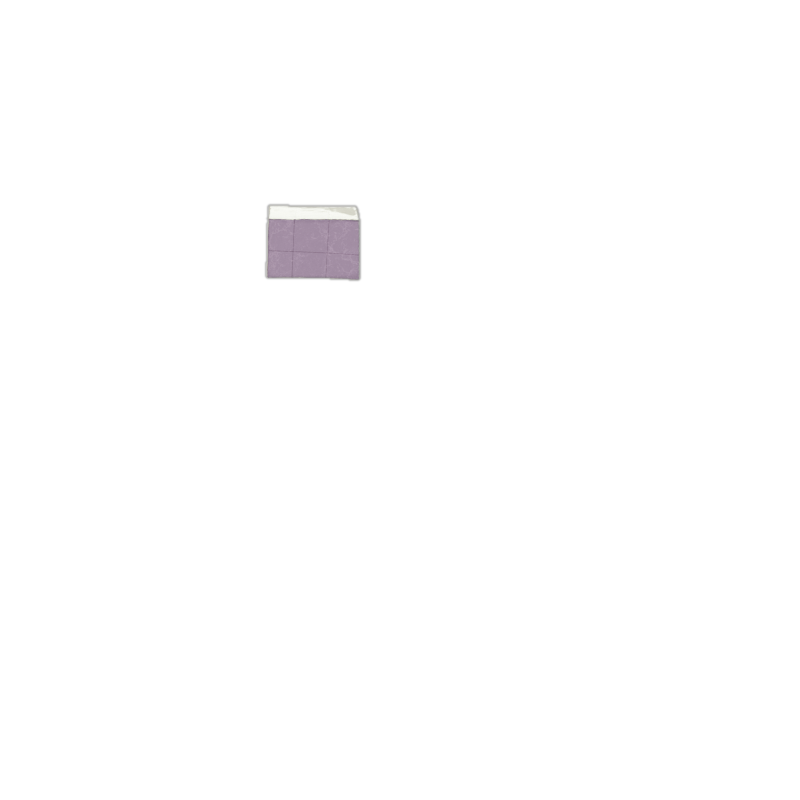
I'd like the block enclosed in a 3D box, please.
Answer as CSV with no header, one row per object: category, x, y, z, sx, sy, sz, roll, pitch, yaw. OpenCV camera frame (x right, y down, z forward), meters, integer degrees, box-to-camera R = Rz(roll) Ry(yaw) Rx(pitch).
block,-0.072,-0.132,0.924,0.078,0.051,0.053,2,18,-2
